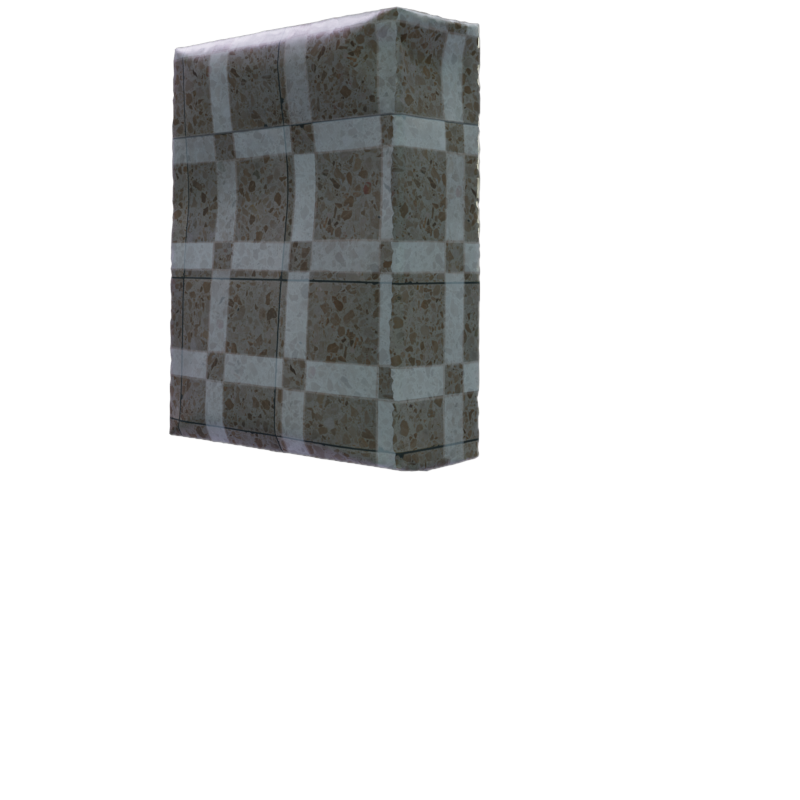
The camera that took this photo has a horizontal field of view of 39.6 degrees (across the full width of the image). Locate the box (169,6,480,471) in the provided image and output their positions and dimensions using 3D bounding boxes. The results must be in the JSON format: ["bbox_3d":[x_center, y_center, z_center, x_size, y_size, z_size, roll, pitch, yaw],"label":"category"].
[{"bbox_3d":[-0.044,-0.081,0.568,0.171,0.214,0.069,3,2,41],"label":"box"}]
